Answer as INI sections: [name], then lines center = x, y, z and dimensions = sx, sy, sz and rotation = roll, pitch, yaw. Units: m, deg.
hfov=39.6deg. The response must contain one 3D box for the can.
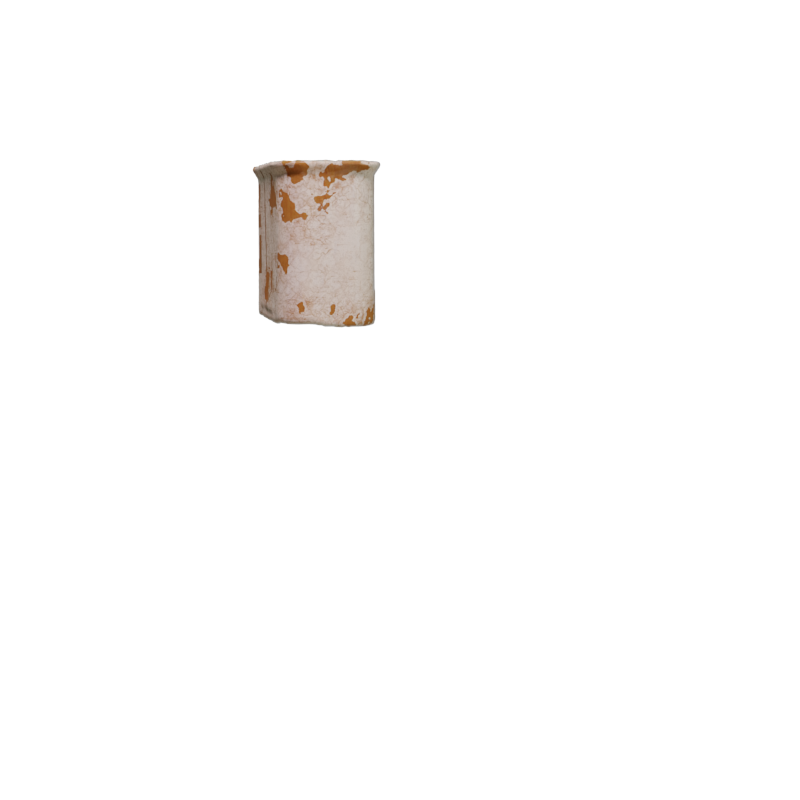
[can]
center = -0.047, -0.085, 0.598
dimensions = 0.056, 0.083, 0.105
rotation = -1, 6, -14
